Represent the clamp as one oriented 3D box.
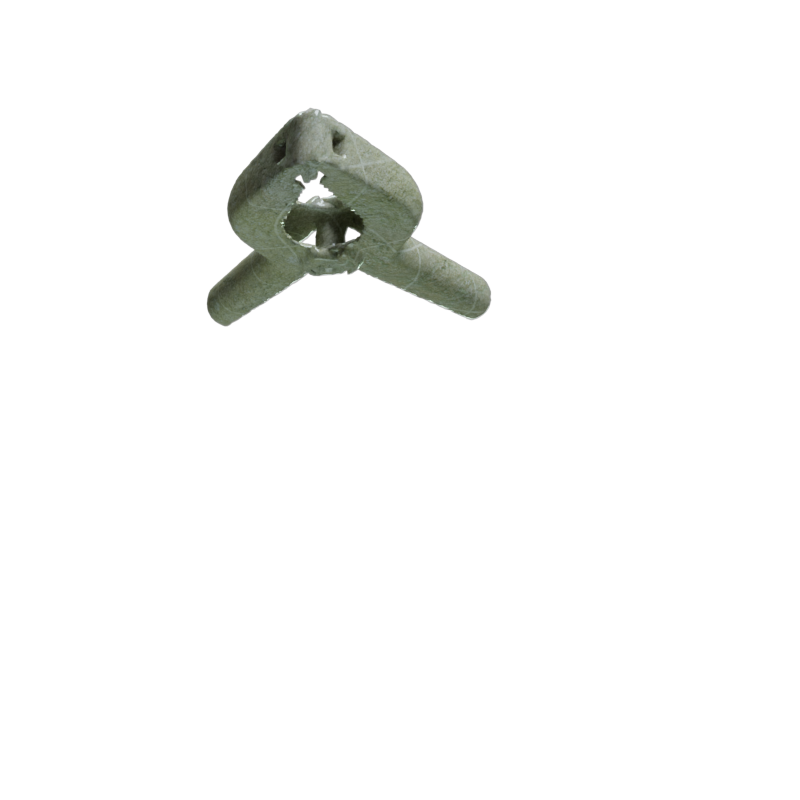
[{"bbox_3d":[-0.045,-0.082,0.572,0.167,0.038,0.197,-4,-19,11],"label":"clamp"}]
